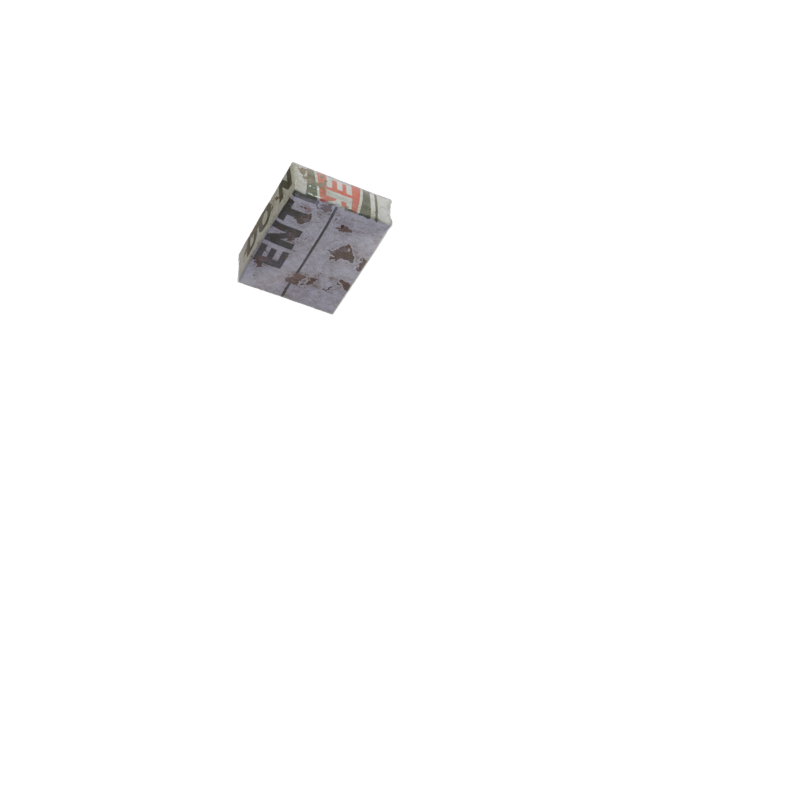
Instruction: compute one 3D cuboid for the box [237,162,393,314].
[{"bbox_3d":[-0.071,-0.129,0.902,0.087,0.042,0.110,20,-47,-20],"label":"box"}]
